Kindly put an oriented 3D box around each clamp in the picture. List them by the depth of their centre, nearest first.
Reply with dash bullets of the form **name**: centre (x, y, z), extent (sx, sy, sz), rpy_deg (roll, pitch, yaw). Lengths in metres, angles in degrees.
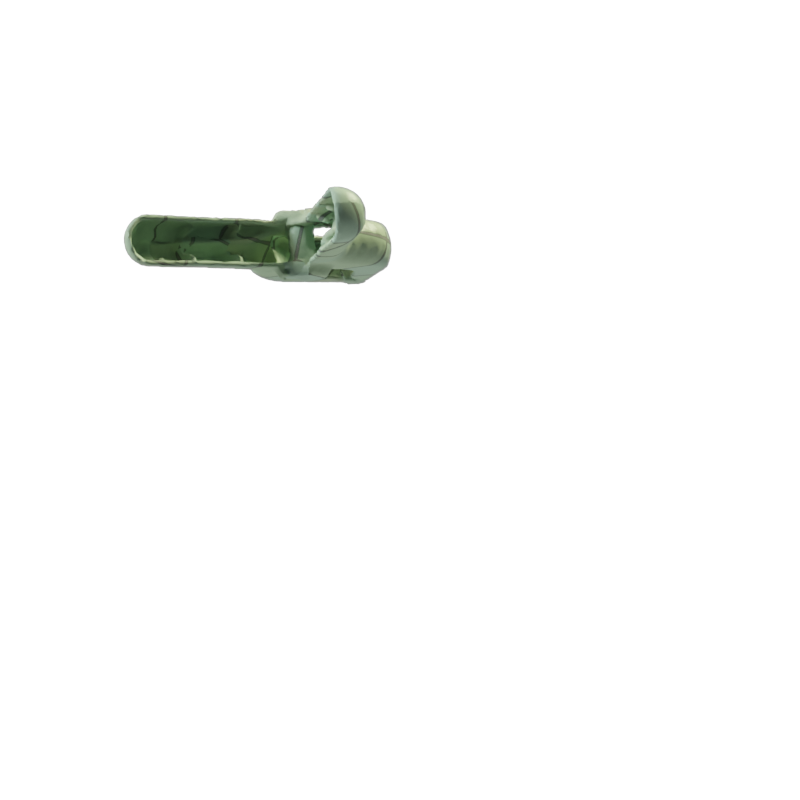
- **clamp**: centre (-0.045, -0.082, 0.571), extent (0.124, 0.039, 0.166), rpy_deg (2, 4, 29)
